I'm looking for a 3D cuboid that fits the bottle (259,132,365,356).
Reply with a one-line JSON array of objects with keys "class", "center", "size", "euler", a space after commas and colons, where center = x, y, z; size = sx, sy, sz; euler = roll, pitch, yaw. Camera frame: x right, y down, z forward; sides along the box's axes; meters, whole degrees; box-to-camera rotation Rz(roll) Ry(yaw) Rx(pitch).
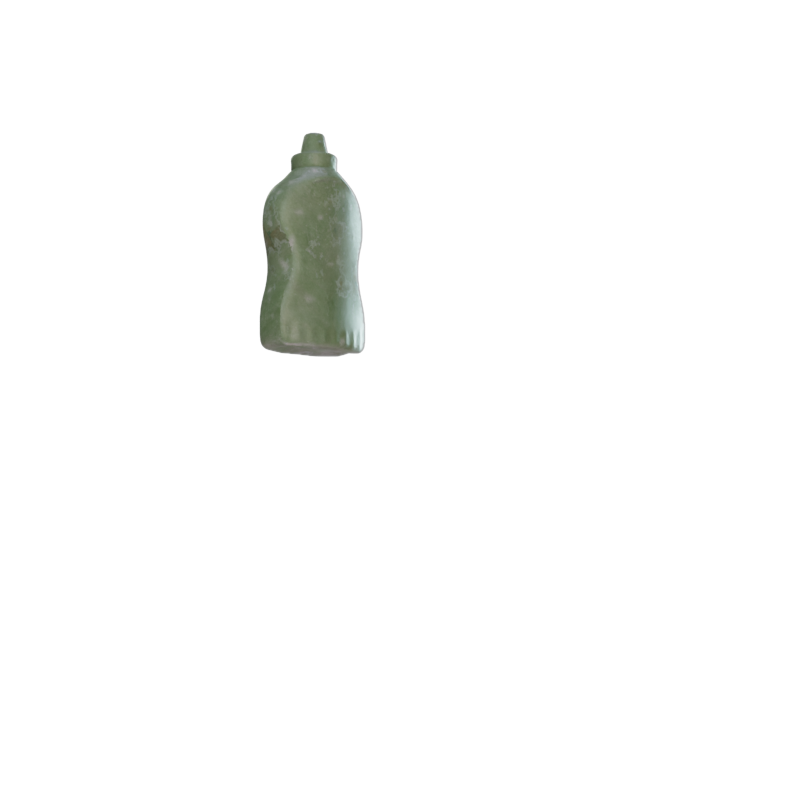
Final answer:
[{"class": "bottle", "center": [-0.075, -0.137, 0.956], "size": [0.091, 0.197, 0.059], "euler": [9, -15, -39]}]
